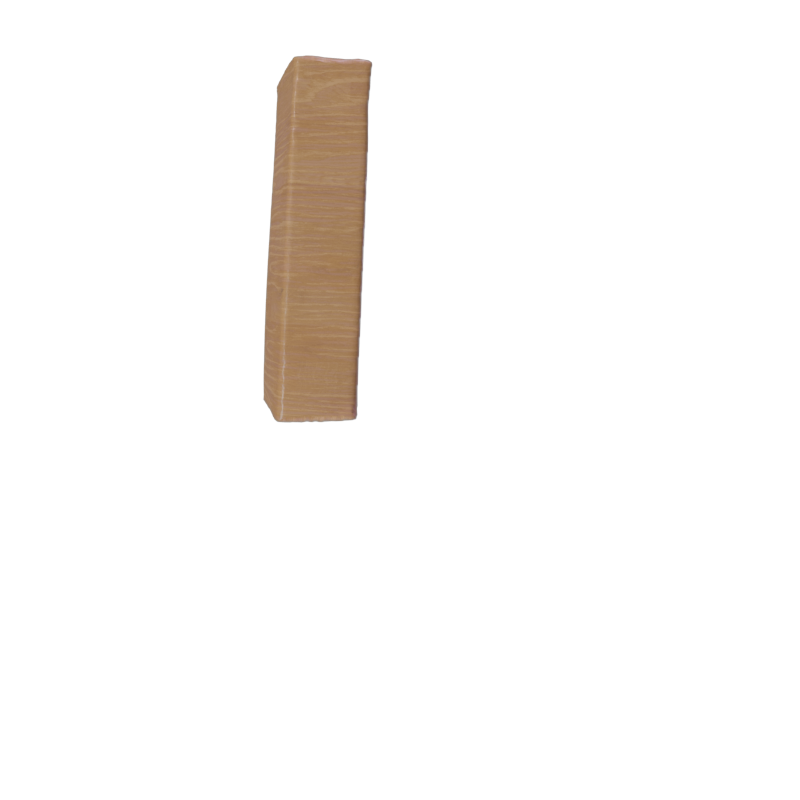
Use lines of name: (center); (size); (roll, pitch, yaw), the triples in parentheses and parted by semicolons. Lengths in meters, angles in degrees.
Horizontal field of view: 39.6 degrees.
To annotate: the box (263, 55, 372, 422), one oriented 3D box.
box: (-0.045, -0.082, 0.572); (0.047, 0.177, 0.094); (0, 0, -11)
